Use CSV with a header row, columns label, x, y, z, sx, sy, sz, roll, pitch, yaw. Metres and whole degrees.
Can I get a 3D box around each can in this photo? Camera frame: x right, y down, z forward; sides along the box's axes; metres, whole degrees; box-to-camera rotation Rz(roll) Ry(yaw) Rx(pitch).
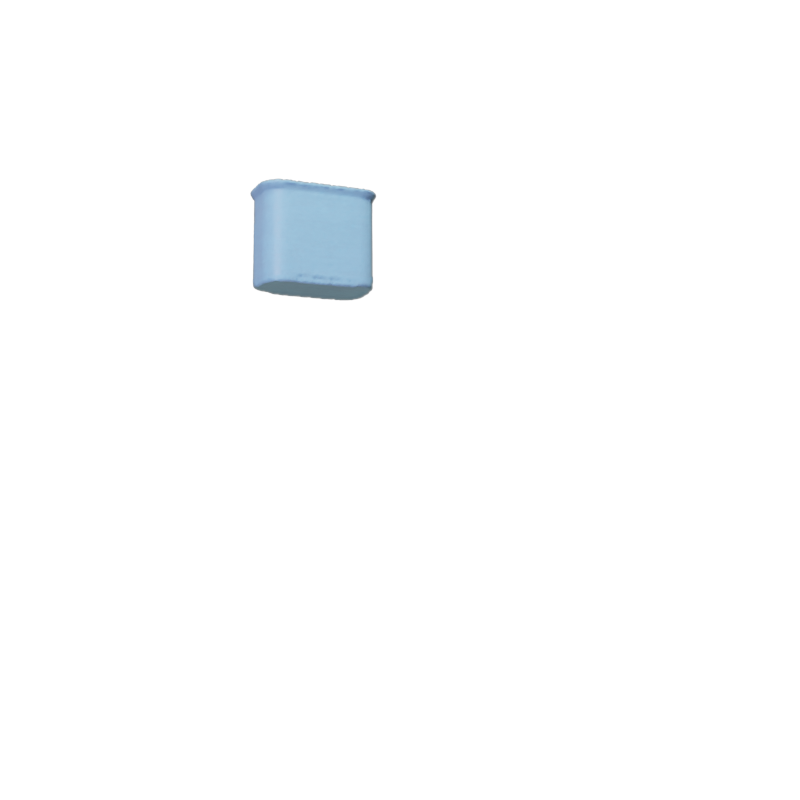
label,x,y,z,sx,sy,sz,roll,pitch,yaw
can,-0.071,-0.130,0.911,0.099,0.087,0.057,4,-13,-22
